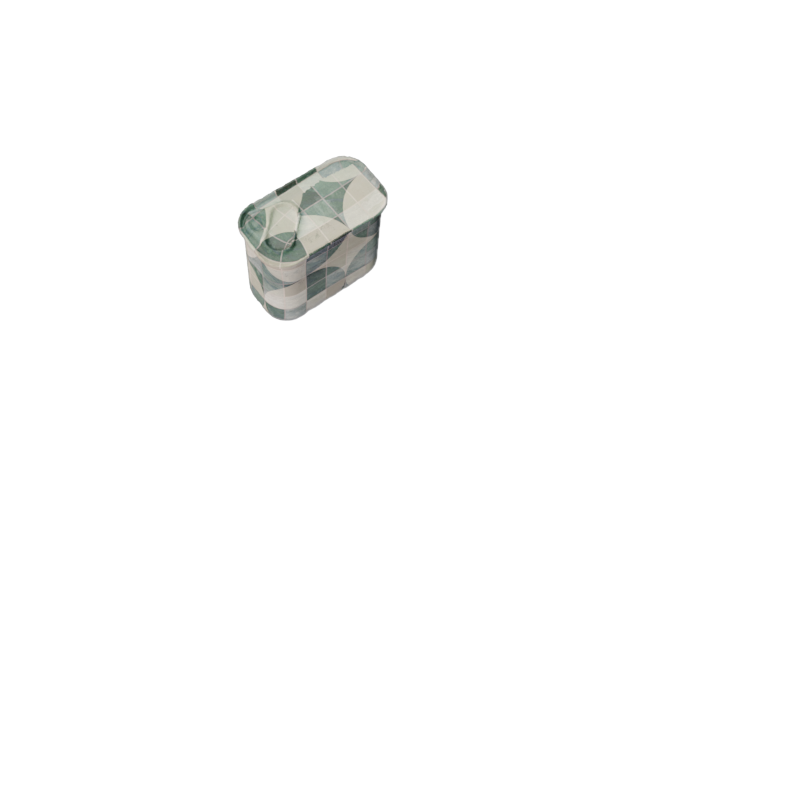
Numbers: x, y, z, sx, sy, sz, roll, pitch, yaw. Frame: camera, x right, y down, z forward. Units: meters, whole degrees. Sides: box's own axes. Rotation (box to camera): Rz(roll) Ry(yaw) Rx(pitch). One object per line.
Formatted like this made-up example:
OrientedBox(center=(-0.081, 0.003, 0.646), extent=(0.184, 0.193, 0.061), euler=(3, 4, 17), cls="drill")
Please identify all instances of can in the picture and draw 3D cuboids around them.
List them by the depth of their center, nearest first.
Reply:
OrientedBox(center=(-0.061, -0.112, 0.784), extent=(0.102, 0.061, 0.079), euler=(-33, -21, -18), cls="can")
